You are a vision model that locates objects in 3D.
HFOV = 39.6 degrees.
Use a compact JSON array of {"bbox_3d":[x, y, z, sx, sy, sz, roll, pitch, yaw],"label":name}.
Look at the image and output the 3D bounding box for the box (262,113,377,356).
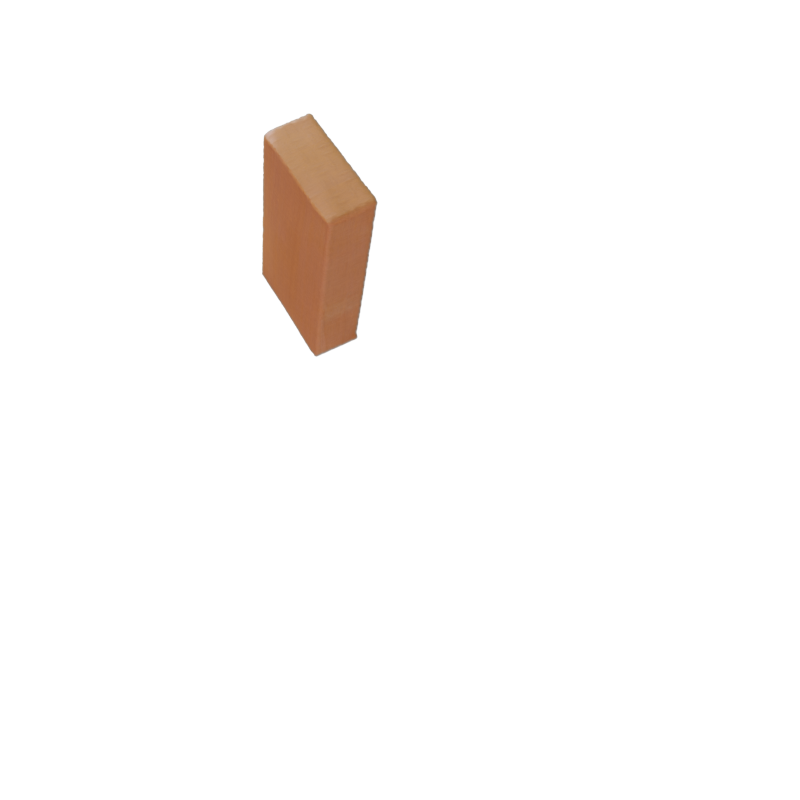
[{"bbox_3d":[-0.064,-0.116,0.815,0.048,0.100,0.165,-26,-25,-17],"label":"box"}]
